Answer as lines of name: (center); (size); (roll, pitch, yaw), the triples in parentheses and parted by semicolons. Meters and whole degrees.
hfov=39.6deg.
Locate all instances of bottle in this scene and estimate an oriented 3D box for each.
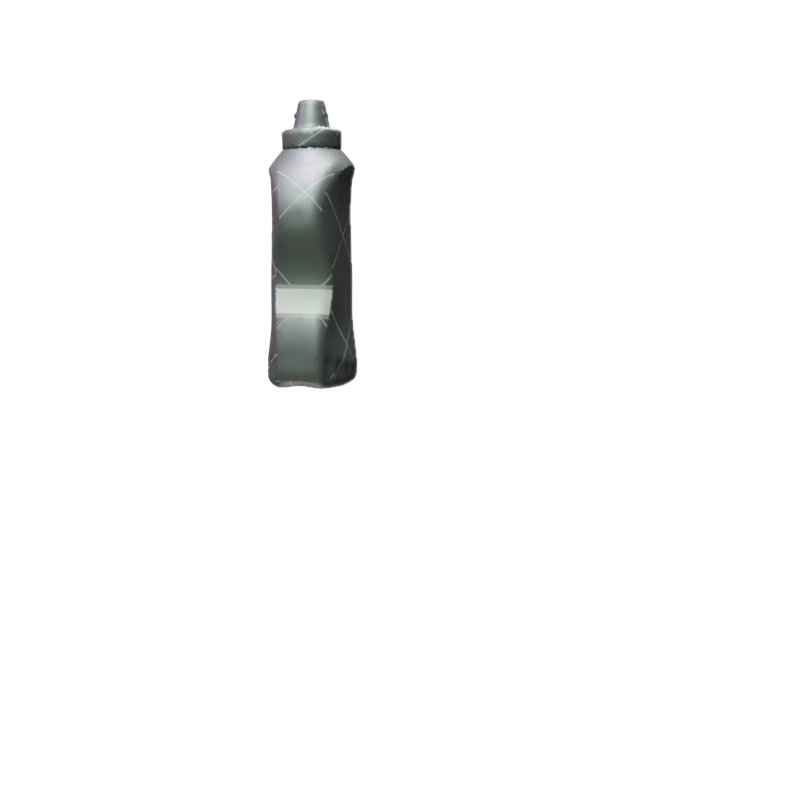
bottle: (-0.060, -0.108, 0.754); (0.059, 0.192, 0.095); (0, 1, 11)
